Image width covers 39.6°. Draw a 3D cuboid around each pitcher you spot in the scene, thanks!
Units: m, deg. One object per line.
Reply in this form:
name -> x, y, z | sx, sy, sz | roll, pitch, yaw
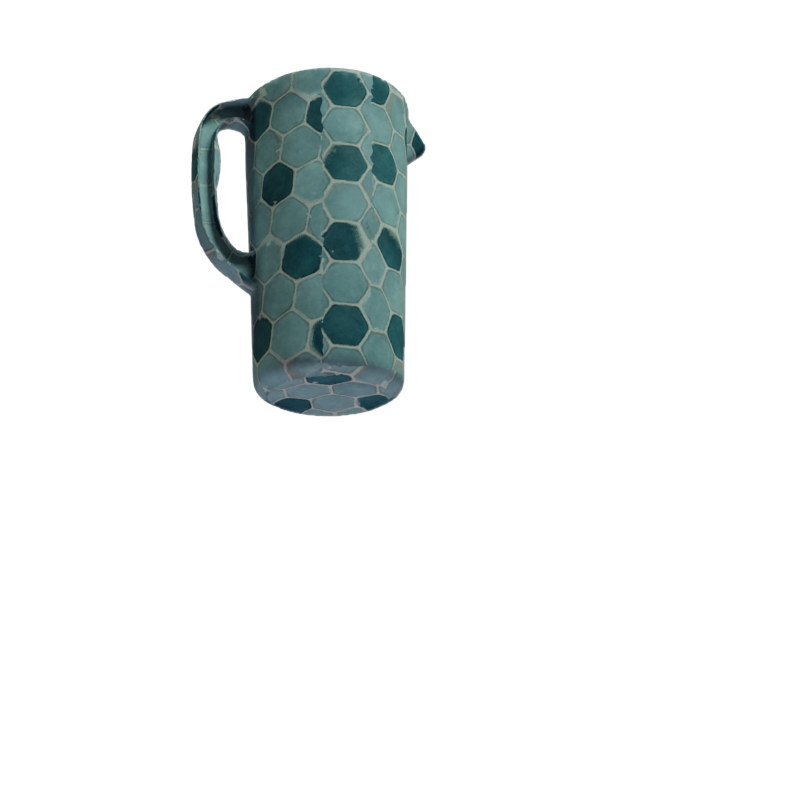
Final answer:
pitcher -> -0.065, -0.119, 0.834 | 0.151, 0.257, 0.135 | -11, -26, 20
